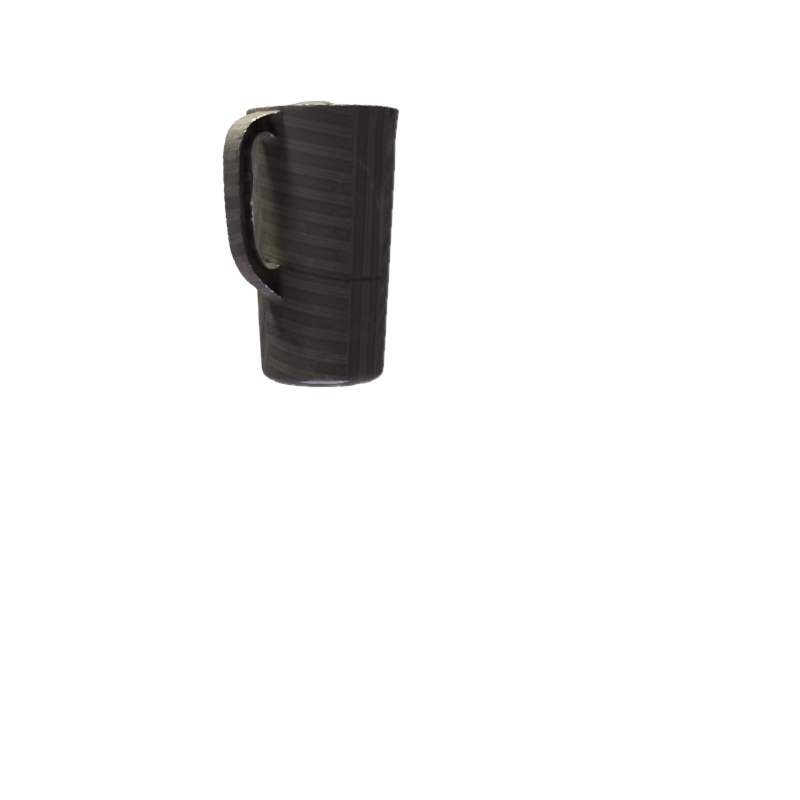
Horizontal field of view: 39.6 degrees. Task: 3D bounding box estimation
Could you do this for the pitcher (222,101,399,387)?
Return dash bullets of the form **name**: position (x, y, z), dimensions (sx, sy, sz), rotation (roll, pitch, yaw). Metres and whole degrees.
- **pitcher**: position (-0.075, -0.137, 0.963), dimensions (0.149, 0.242, 0.146), rotation (0, 4, -3)
